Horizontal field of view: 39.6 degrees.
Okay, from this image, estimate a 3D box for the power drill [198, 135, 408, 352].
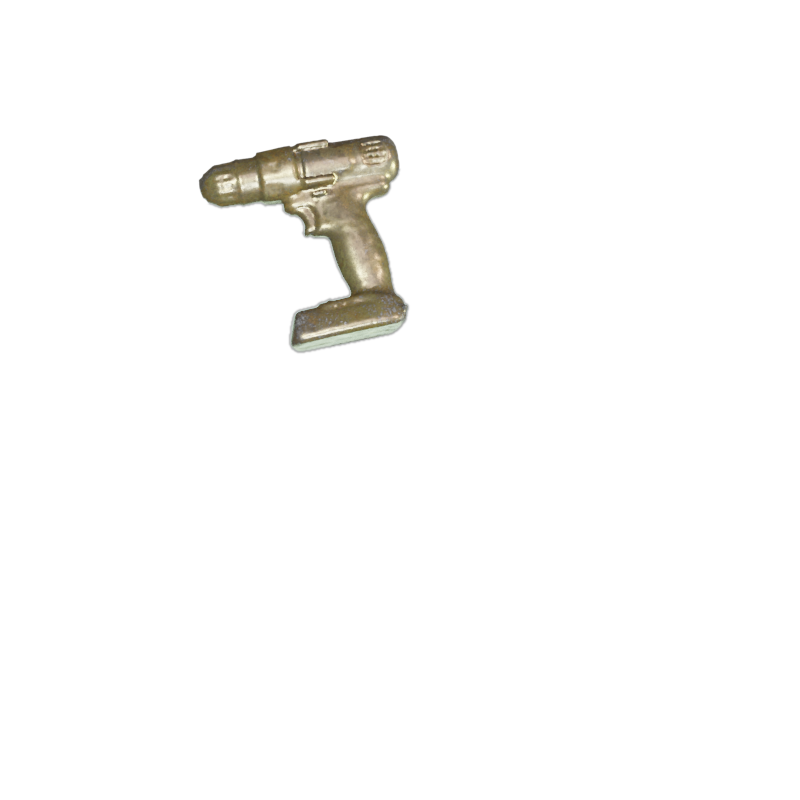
[{"bbox_3d":[-0.078,-0.142,0.996,0.184,0.195,0.055,-11,-14,-3],"label":"power drill"}]
